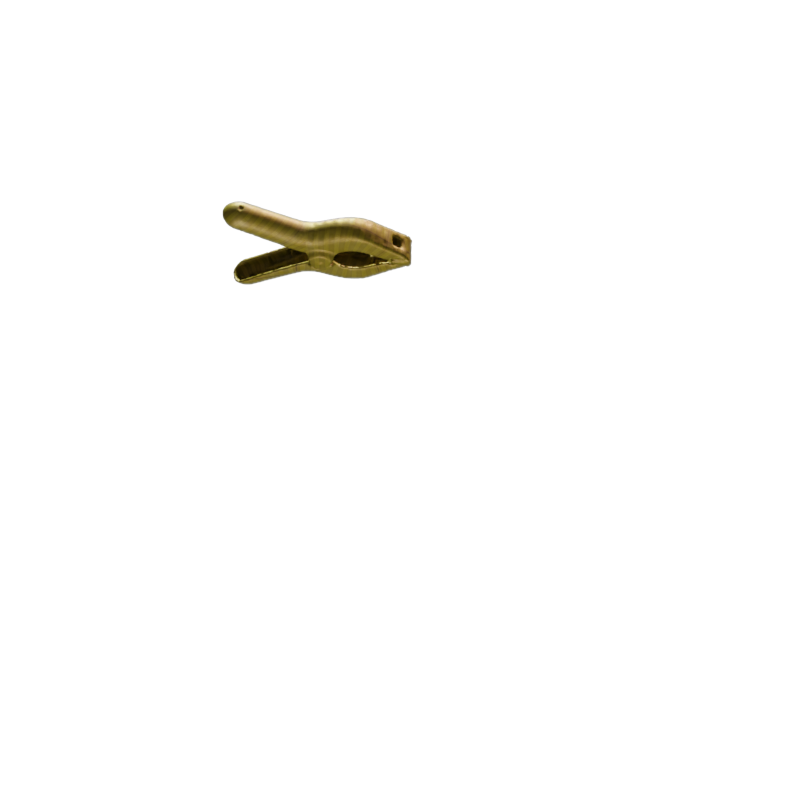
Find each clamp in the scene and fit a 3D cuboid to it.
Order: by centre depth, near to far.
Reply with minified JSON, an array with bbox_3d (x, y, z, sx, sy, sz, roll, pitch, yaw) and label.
[{"bbox_3d":[-0.077,-0.141,0.990,0.173,0.041,0.113,-3,-20,8],"label":"clamp"}]
